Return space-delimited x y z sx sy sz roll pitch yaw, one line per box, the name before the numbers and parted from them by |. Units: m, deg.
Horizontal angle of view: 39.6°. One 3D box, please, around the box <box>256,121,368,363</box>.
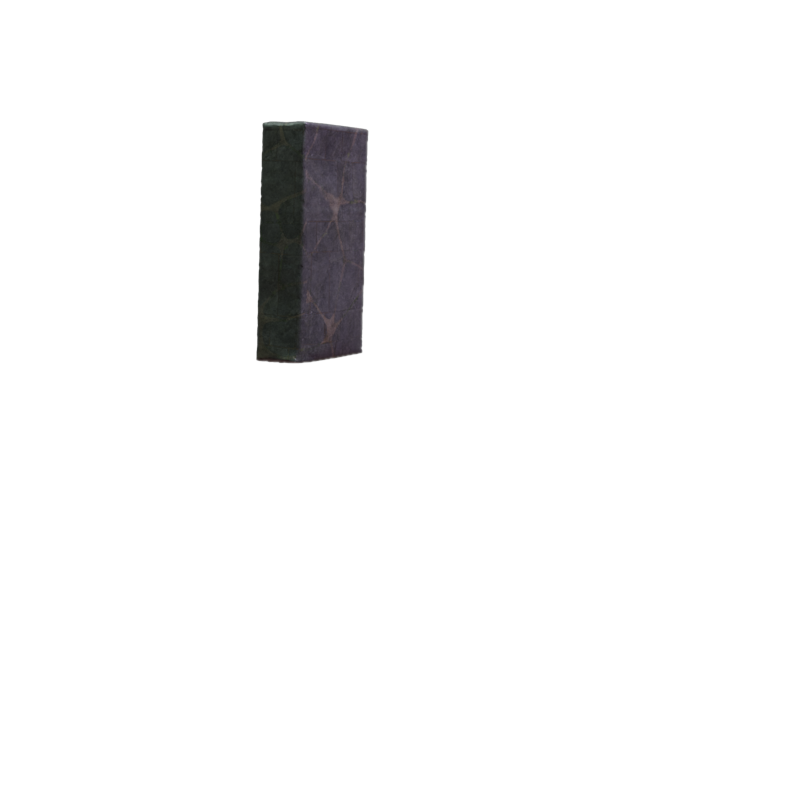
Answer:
box | -0.066 -0.119 0.836 0.050 0.176 0.090 1 2 30
